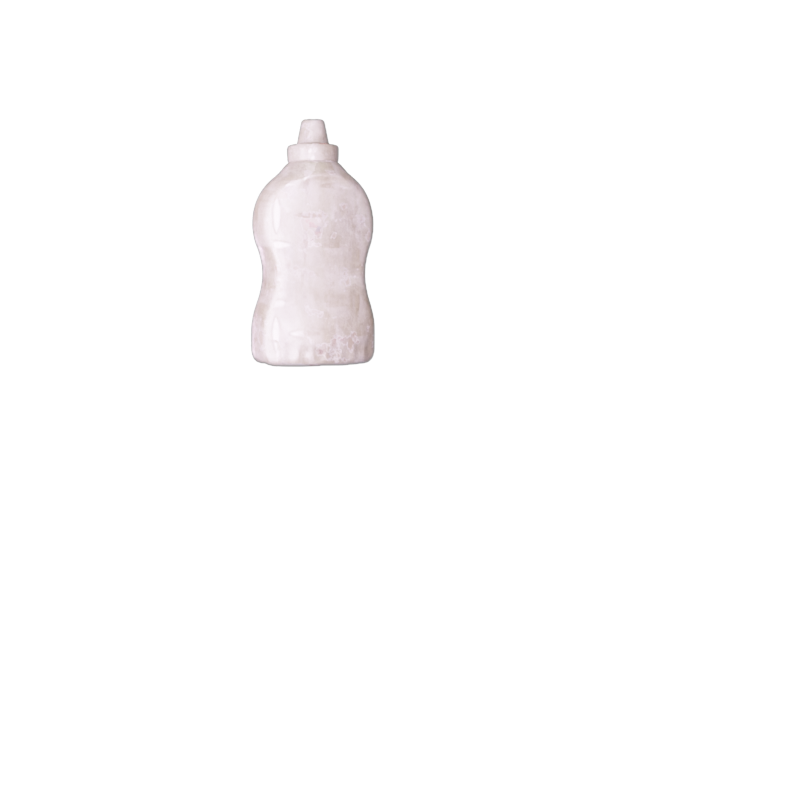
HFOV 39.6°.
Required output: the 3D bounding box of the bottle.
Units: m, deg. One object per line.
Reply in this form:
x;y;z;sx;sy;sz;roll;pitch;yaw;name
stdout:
-0.068;-0.124;0.871;0.093;0.192;0.060;0;-1;-21;bottle
